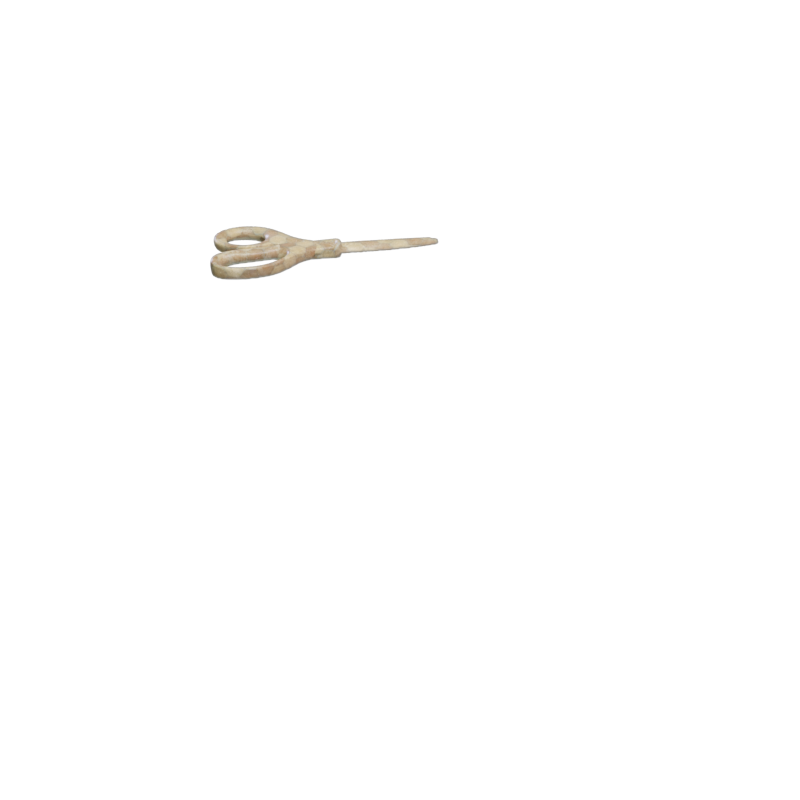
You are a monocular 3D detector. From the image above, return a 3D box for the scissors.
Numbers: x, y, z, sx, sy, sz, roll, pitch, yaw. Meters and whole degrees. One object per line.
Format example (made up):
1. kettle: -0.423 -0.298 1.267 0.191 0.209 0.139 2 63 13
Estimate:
1. scissors: -0.077 -0.140 0.982 0.198 0.015 0.104 -14 34 -23
